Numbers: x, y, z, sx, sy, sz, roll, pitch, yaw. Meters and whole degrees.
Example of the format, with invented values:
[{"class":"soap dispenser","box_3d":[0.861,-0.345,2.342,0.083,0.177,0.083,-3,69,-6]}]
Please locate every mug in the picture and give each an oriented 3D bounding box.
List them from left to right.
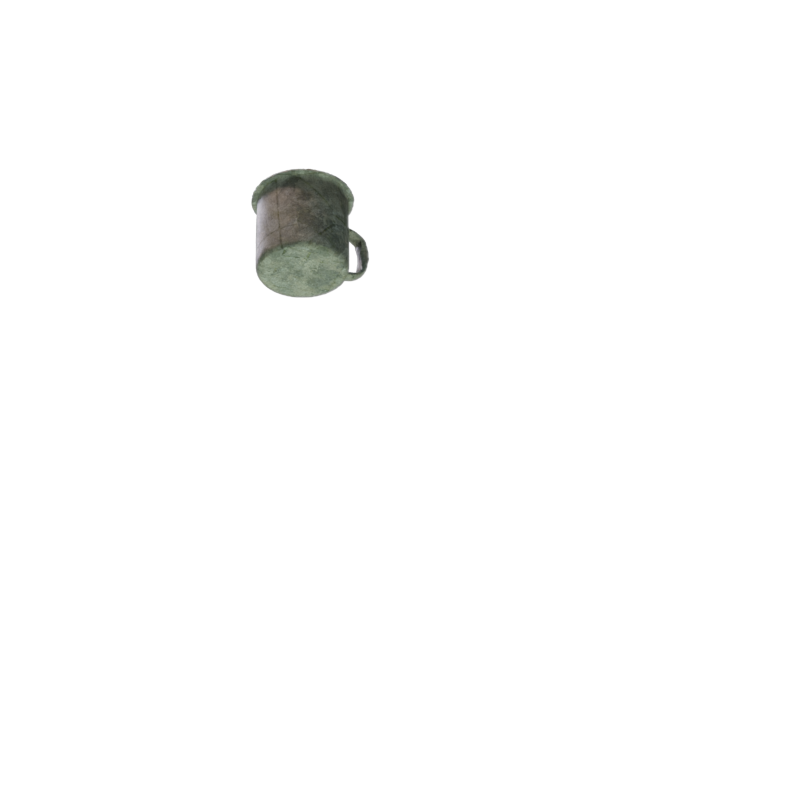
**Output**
[{"class":"mug","box_3d":[-0.077,-0.141,0.986,0.111,0.087,0.092,22,-39,-33]}]
